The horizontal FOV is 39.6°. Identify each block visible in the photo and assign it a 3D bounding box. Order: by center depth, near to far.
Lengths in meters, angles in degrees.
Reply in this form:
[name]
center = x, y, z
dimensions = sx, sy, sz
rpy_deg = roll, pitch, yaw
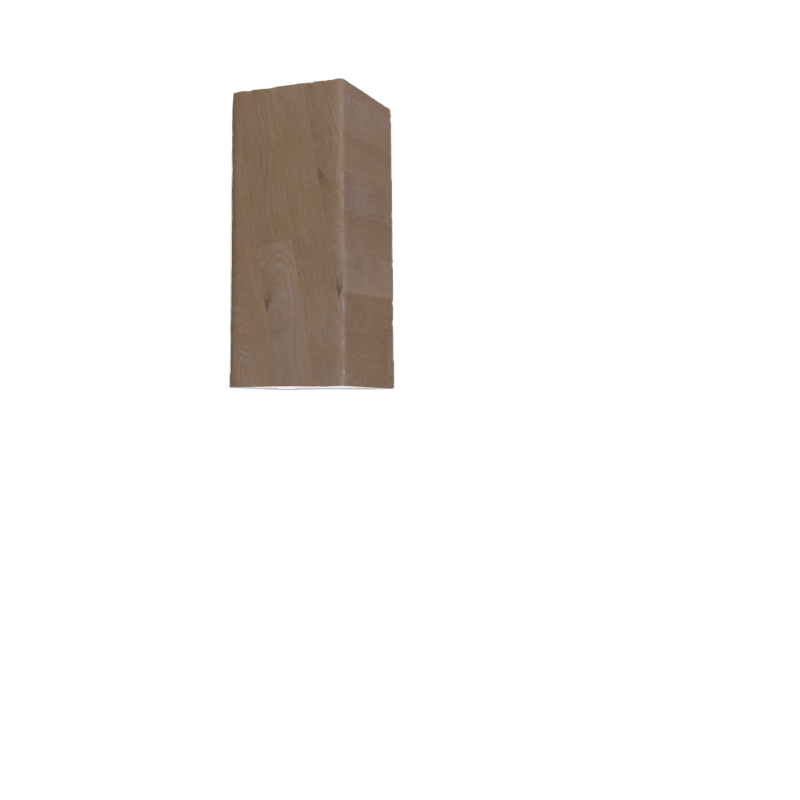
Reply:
[block]
center = -0.062, -0.112, 0.786
dimensions = 0.092, 0.210, 0.087
rpy_deg = -4, -8, 23
